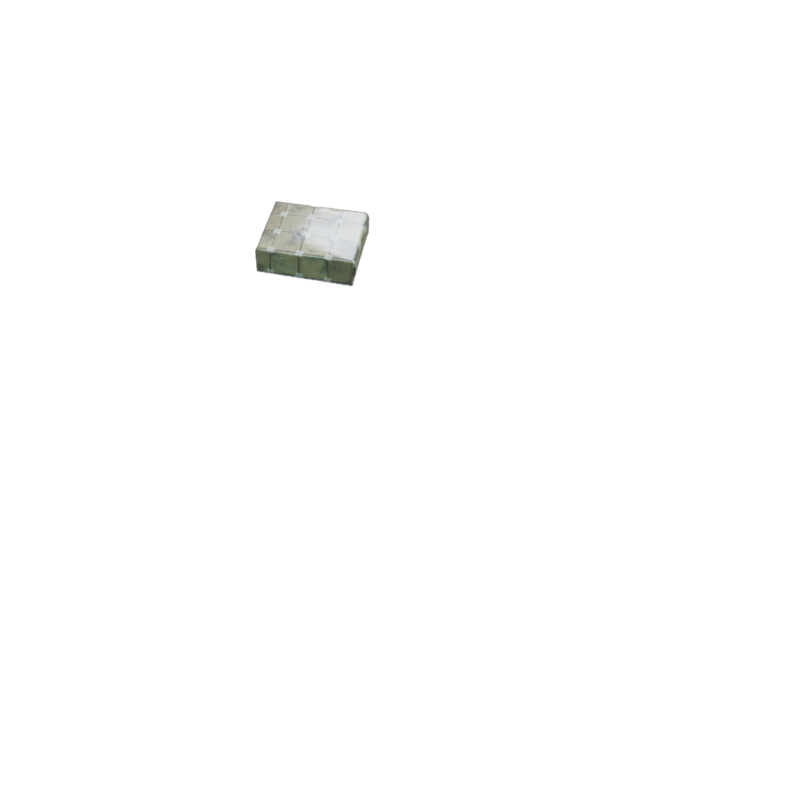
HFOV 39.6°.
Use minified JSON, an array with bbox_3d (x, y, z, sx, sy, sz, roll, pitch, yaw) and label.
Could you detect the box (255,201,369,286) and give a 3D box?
[{"bbox_3d":[-0.077,-0.141,0.985,0.091,0.028,0.077,8,44,8],"label":"box"}]
